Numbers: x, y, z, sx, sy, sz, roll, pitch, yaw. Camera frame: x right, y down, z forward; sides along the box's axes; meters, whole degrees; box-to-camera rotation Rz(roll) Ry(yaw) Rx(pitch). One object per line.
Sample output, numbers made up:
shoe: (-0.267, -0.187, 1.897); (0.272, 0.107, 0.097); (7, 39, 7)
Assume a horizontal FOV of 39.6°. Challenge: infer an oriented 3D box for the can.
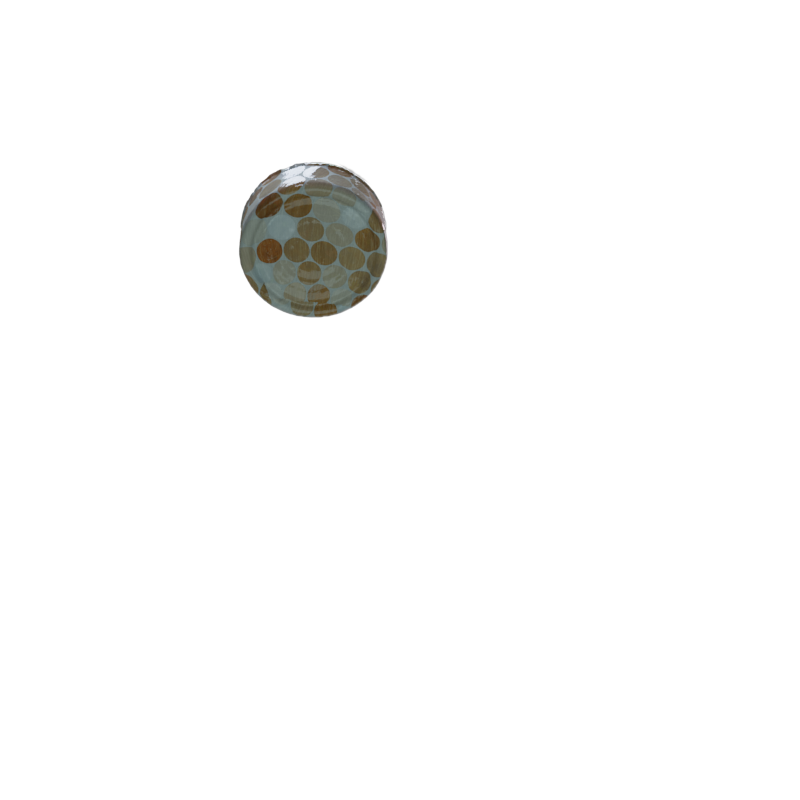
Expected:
can: (-0.050, -0.091, 0.637); (0.086, 0.081, 0.035); (1, 27, -1)
